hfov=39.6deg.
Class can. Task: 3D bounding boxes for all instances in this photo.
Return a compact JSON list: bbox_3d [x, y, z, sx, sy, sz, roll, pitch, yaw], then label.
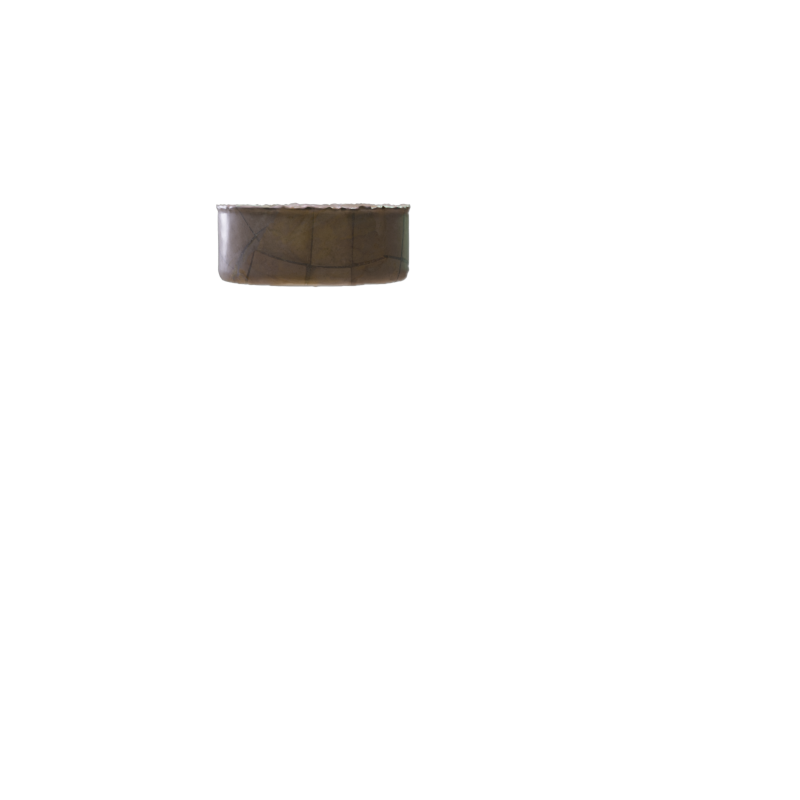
[{"bbox_3d":[-0.038,-0.070,0.490,0.086,0.033,0.087,0,10,-2],"label":"can"}]
